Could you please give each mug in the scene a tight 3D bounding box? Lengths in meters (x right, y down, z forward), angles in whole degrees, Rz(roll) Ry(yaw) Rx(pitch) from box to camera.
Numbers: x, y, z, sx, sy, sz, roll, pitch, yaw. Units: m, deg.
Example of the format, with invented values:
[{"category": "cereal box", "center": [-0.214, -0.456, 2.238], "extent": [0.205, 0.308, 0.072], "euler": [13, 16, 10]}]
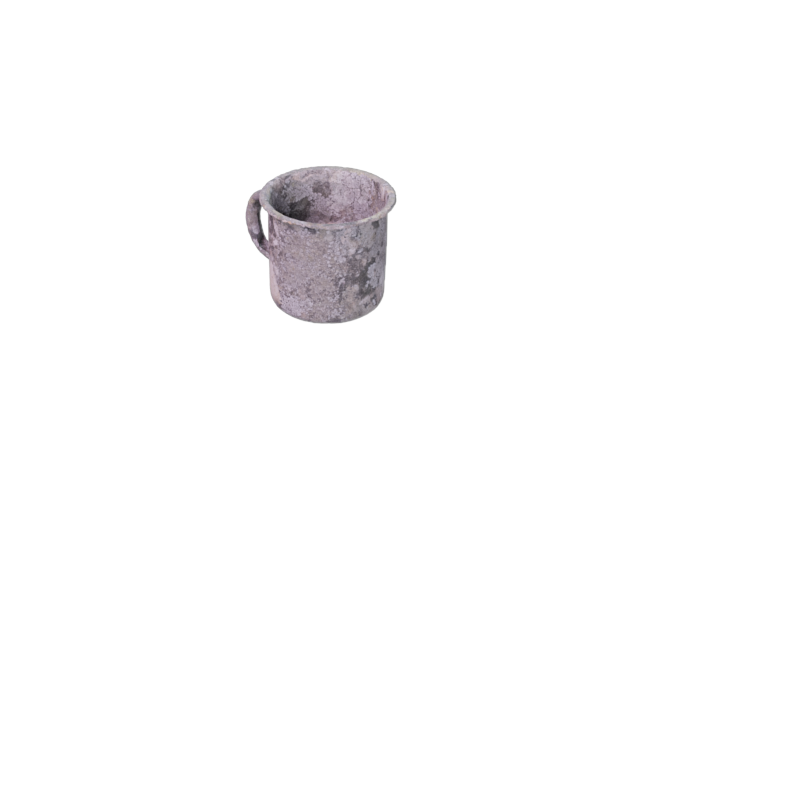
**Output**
[{"category": "mug", "center": [-0.061, -0.111, 0.775], "extent": [0.123, 0.077, 0.094], "euler": [20, 38, 27]}]
